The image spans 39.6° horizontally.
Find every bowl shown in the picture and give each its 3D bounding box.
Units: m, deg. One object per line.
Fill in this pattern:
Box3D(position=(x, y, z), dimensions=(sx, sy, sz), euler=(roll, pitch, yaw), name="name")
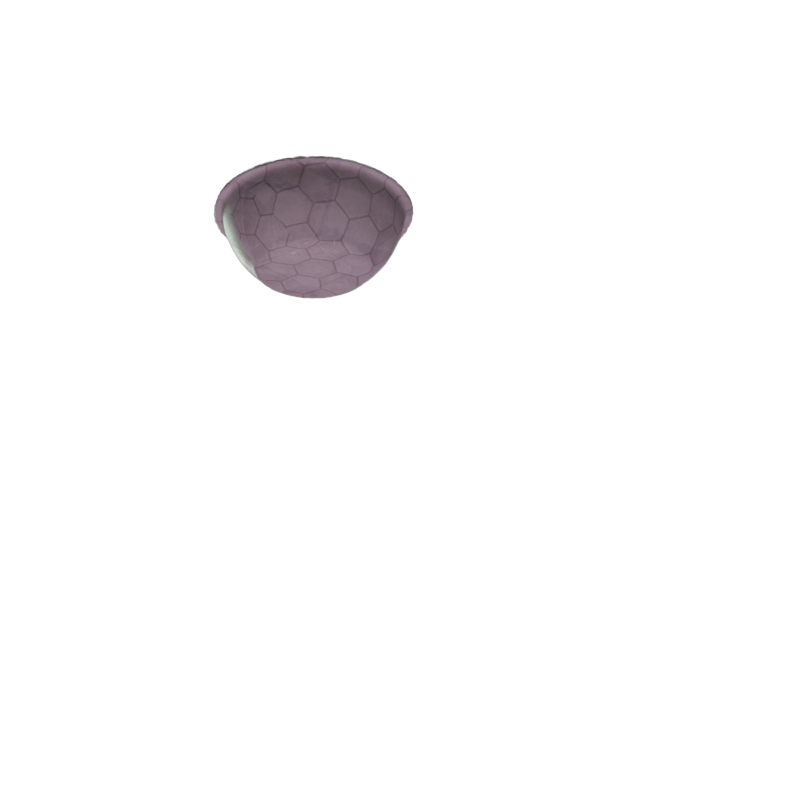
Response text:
Box3D(position=(-0.069, -0.126, 0.885), dimensions=(0.162, 0.058, 0.153), euler=(1, -26, -2), name="bowl")
